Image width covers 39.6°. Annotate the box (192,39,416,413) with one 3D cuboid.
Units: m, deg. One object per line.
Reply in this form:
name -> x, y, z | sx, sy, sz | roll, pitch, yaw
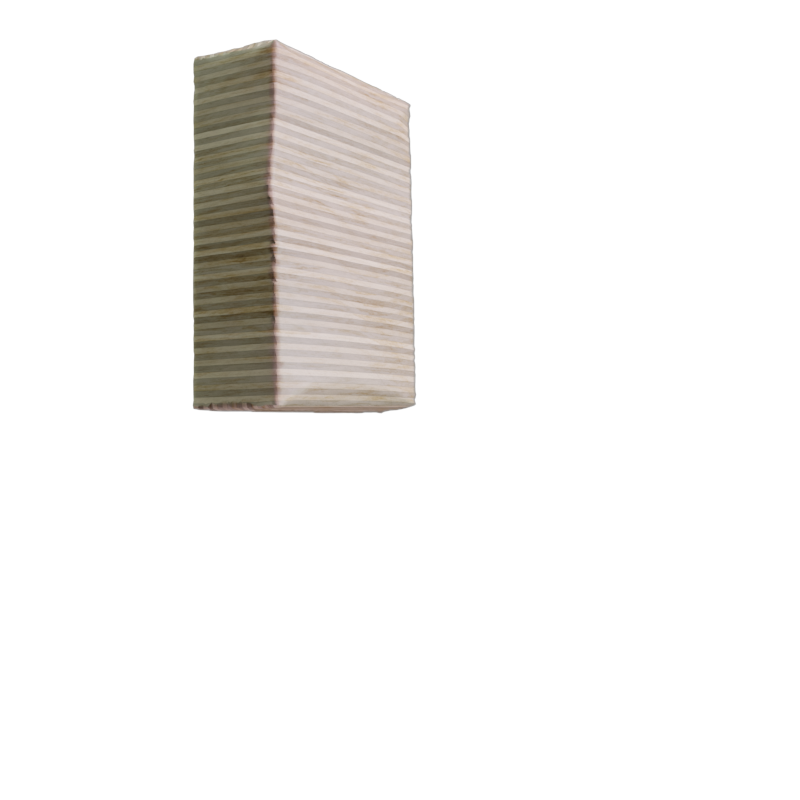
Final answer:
box -> -0.055, -0.100, 0.701 | 0.074, 0.218, 0.156 | -6, -8, 31
